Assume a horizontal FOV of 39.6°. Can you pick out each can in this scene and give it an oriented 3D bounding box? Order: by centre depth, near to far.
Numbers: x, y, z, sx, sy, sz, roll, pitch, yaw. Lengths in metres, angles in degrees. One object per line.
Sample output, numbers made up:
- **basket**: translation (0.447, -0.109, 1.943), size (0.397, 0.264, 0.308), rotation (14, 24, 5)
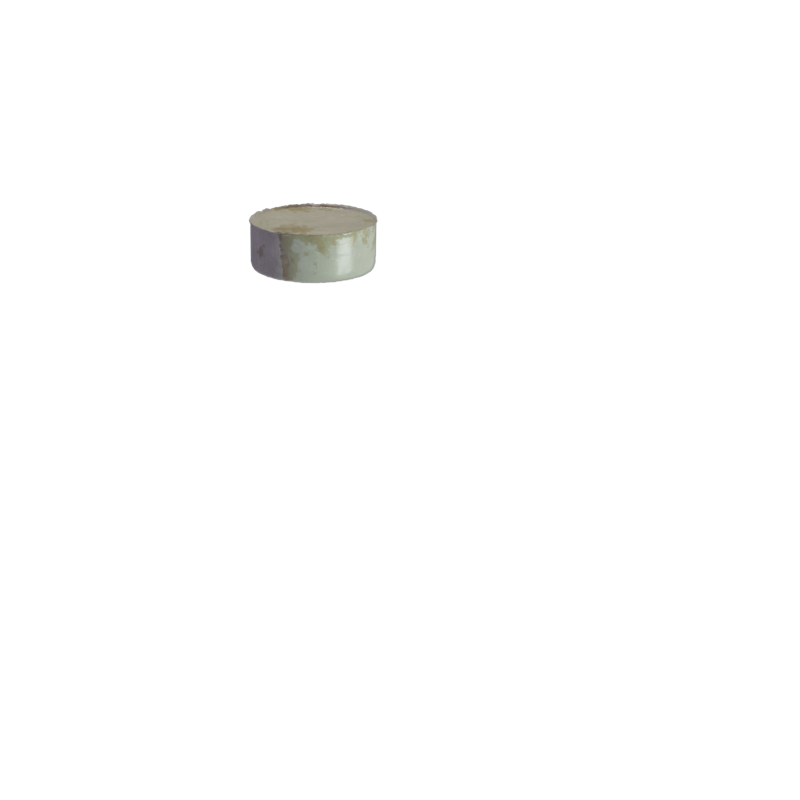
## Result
- **can**: translation (-0.058, -0.106, 0.743), size (0.086, 0.032, 0.090), rotation (-1, 22, -2)
